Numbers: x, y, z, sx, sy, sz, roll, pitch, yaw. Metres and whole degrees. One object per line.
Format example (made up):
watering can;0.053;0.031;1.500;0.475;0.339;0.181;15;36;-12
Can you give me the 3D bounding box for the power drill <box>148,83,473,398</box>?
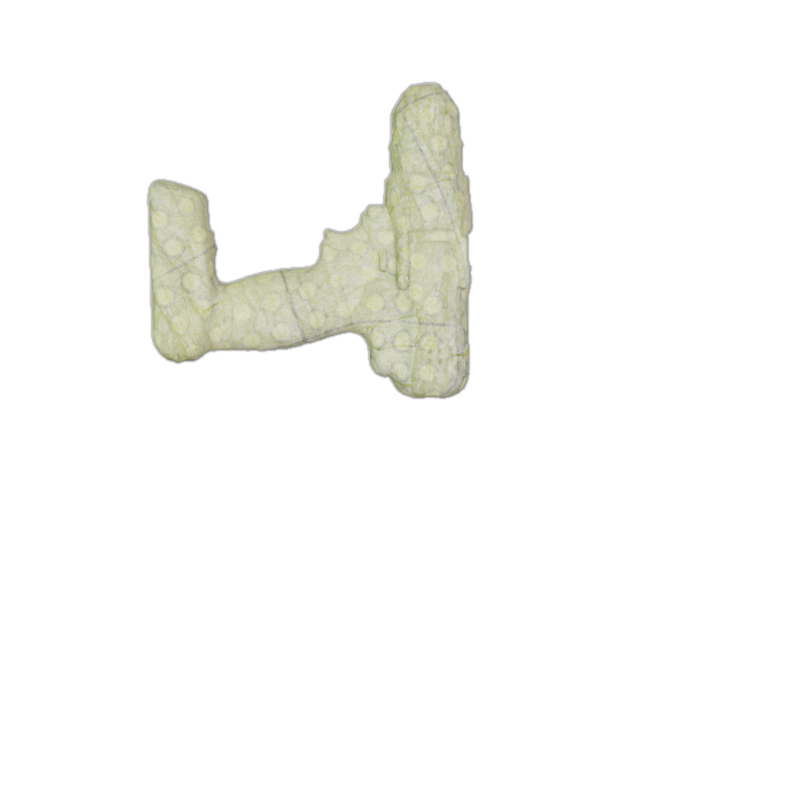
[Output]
power drill;-0.051;-0.093;0.648;0.187;0.187;0.057;-1;-5;0
